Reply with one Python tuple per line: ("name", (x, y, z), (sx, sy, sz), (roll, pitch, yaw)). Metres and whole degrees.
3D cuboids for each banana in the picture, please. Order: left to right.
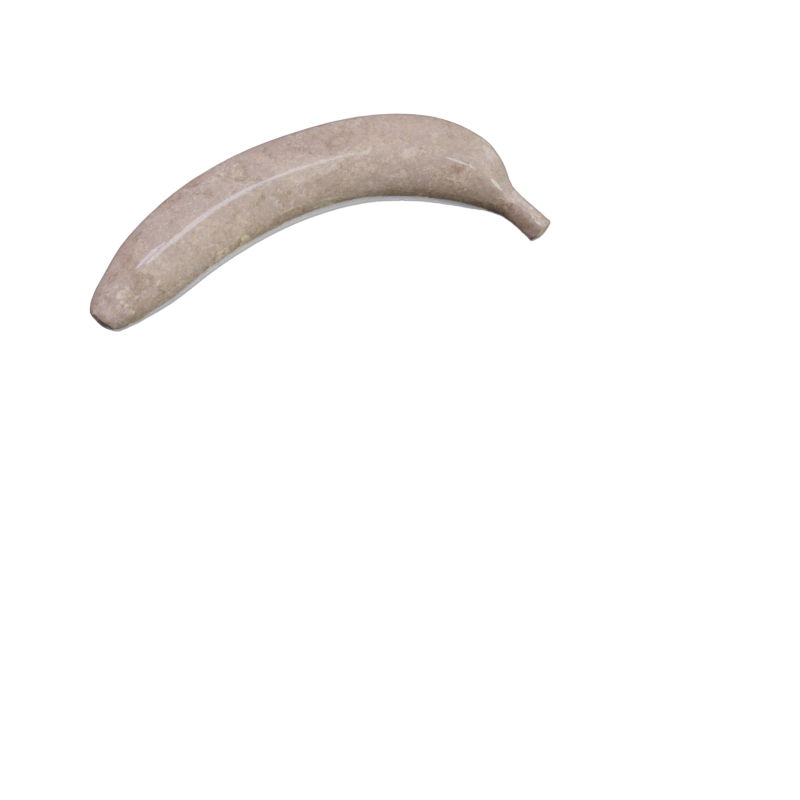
("banana", (-0.038, -0.083, 0.469), (0.196, 0.074, 0.035), (-14, -27, -8))
